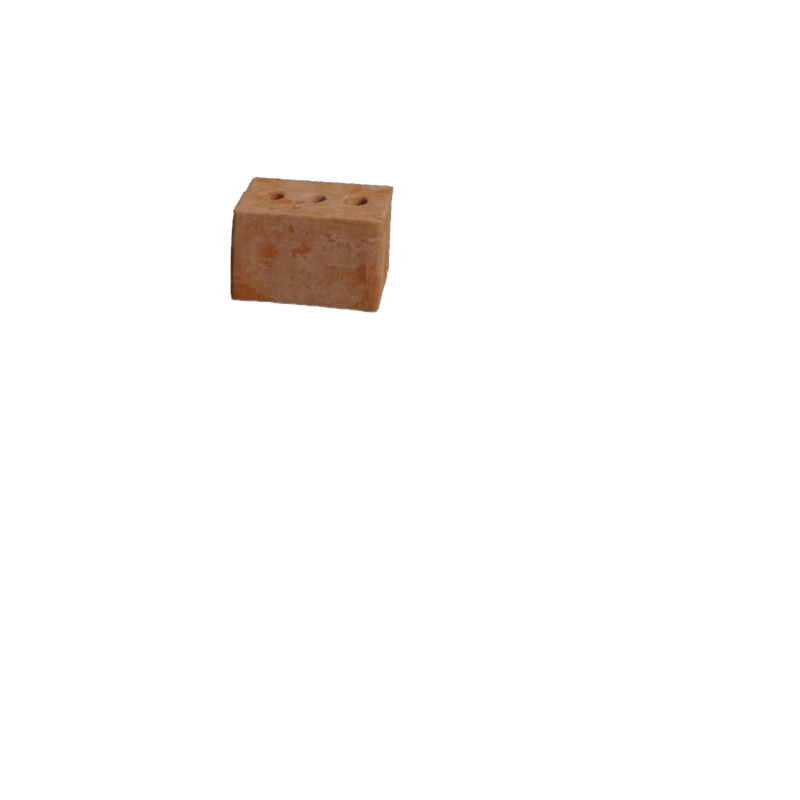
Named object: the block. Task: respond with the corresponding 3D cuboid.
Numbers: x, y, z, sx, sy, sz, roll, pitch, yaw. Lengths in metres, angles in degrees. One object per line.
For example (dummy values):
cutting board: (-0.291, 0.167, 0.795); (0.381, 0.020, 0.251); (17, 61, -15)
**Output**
block: (-0.045, -0.082, 0.577); (0.079, 0.048, 0.055); (5, 29, 7)
